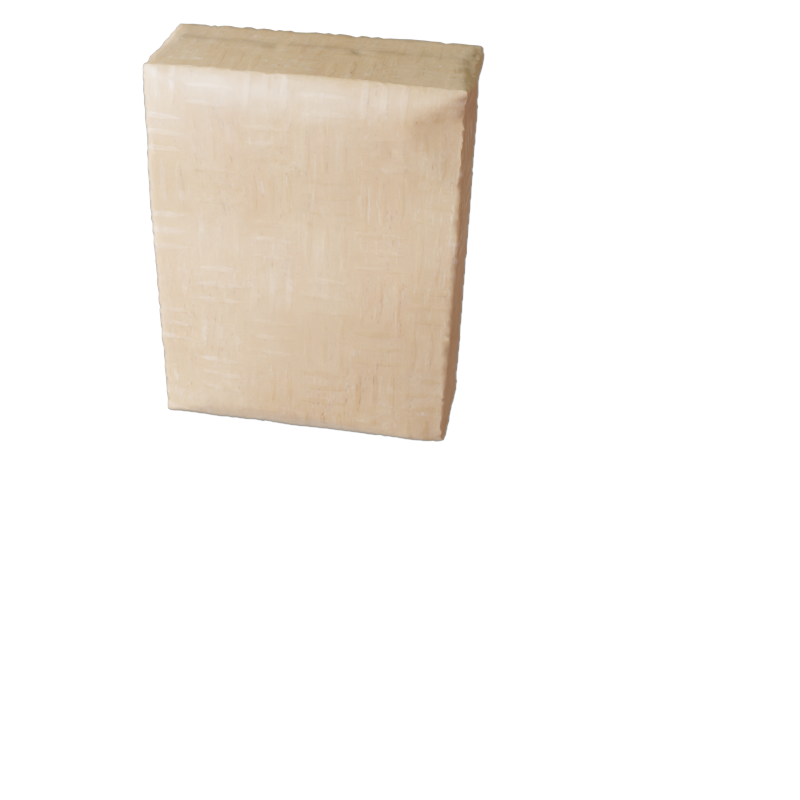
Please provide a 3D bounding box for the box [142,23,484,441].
[{"bbox_3d":[-0.047,-0.085,0.599,0.167,0.201,0.075,8,33,9],"label":"box"}]
